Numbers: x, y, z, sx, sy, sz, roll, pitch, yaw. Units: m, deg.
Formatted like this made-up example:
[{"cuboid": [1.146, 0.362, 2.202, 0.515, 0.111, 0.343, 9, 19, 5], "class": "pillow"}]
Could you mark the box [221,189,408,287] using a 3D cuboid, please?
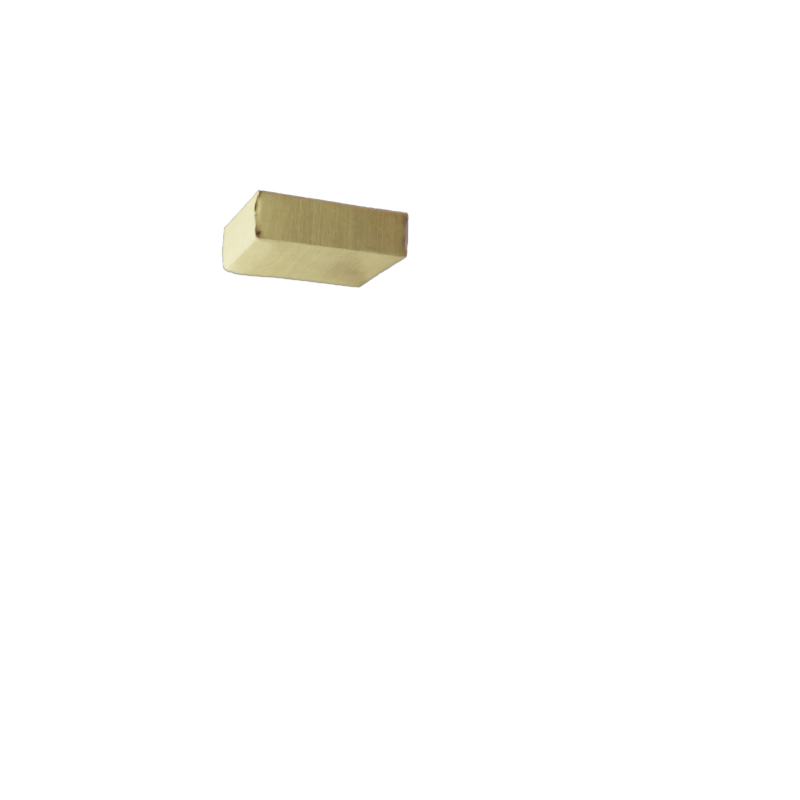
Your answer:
[{"cuboid": [-0.062, -0.113, 0.789, 0.110, 0.040, 0.089, 4, -12, -21], "class": "box"}]
